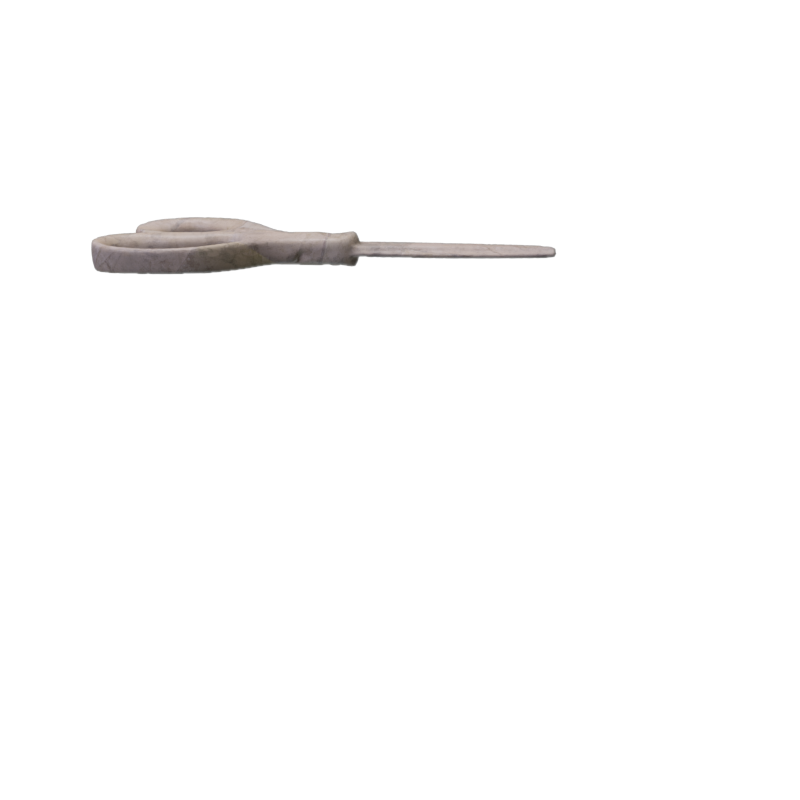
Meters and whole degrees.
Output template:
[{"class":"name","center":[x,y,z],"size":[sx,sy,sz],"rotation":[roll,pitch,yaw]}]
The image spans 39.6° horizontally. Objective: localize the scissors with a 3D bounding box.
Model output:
[{"class":"scissors","center":[-0.040,-0.074,0.516],"size":[0.199,0.015,0.101],"rotation":[-3,18,-10]}]
